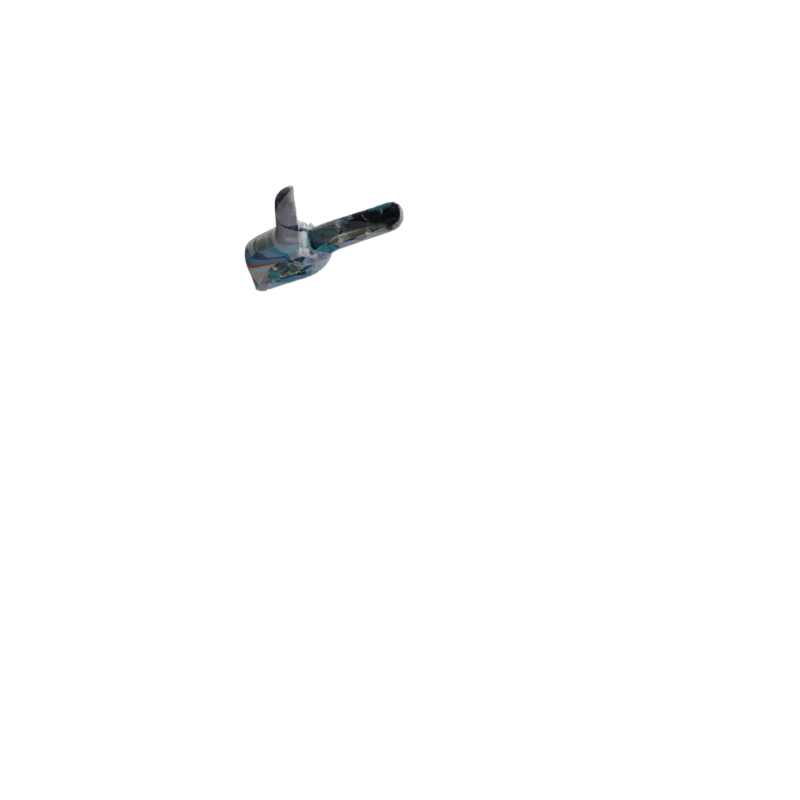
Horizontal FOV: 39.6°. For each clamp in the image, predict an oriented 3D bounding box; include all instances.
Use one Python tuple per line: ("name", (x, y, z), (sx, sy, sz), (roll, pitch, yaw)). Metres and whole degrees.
("clamp", (-0.077, -0.141, 0.987), (0.116, 0.041, 0.169), (8, -19, -23))
